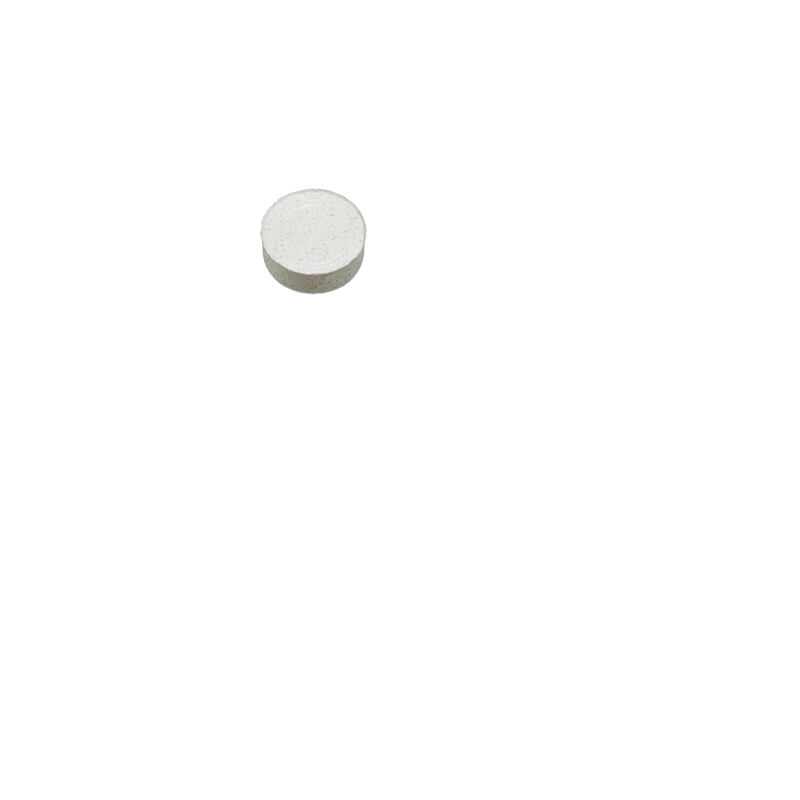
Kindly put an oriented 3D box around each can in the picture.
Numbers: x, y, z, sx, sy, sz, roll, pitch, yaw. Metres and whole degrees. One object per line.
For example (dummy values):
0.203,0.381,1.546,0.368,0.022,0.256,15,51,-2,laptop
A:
-0.071,-0.130,0.910,0.086,0.092,0.031,-1,-33,-1,can
